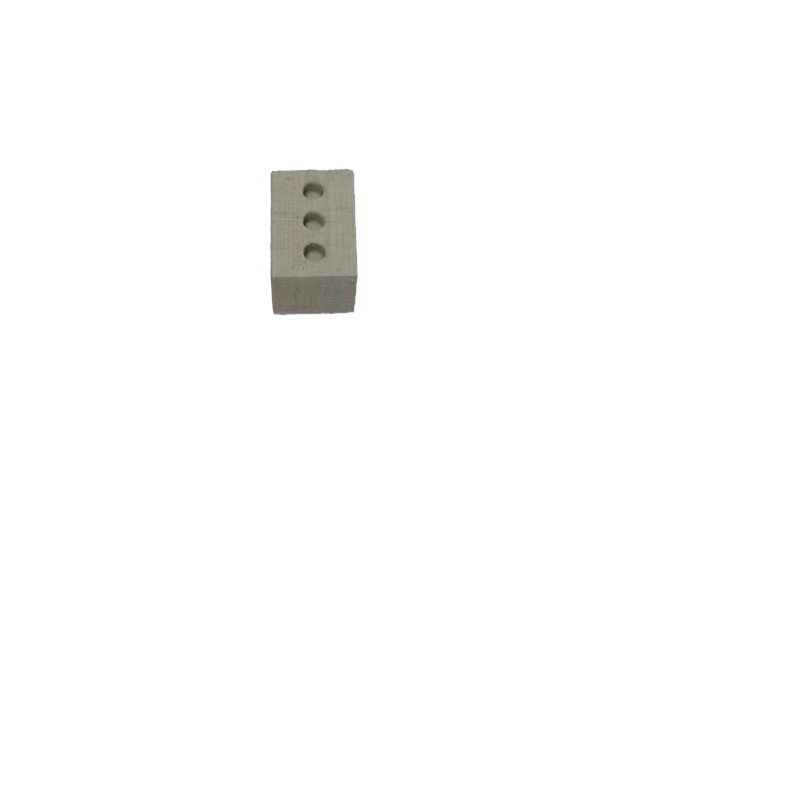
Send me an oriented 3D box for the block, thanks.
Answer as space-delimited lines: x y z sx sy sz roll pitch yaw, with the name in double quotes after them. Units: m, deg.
-0.054 -0.098 0.684 0.053 0.083 0.048 -2 -28 -3 "block"
